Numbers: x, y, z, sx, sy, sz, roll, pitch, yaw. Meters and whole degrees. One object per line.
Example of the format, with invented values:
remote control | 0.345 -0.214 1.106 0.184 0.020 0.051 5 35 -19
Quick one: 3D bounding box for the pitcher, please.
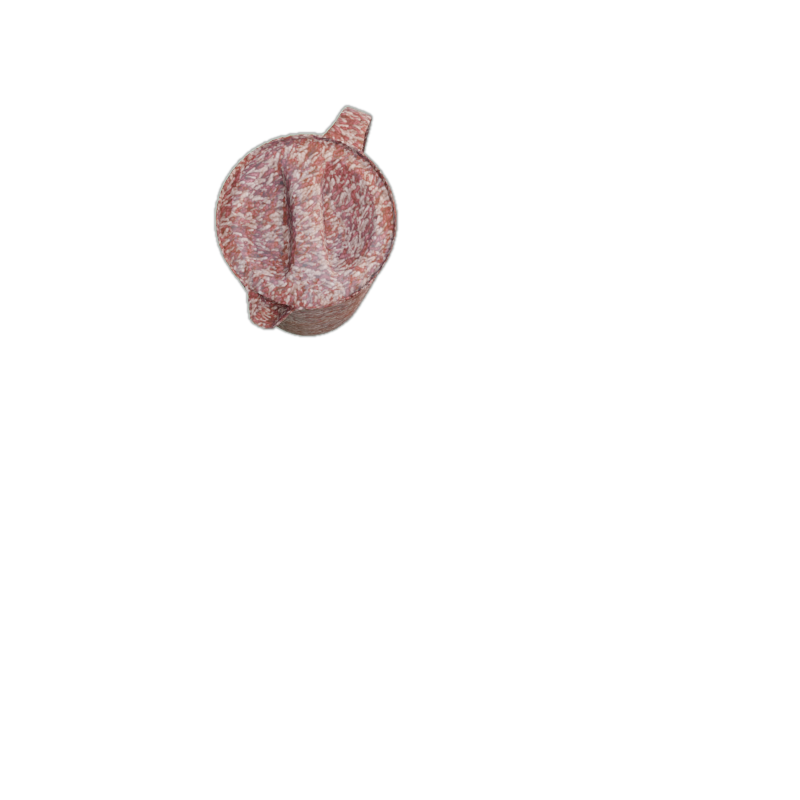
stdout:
pitcher | -0.072 -0.131 0.921 0.149 0.149 0.238 -23 -5 -6
